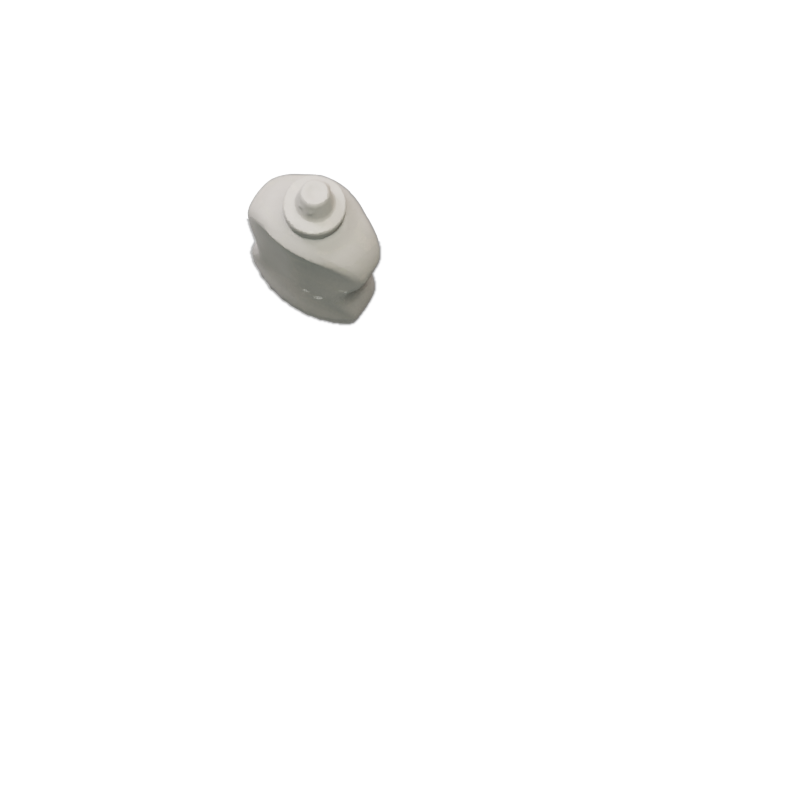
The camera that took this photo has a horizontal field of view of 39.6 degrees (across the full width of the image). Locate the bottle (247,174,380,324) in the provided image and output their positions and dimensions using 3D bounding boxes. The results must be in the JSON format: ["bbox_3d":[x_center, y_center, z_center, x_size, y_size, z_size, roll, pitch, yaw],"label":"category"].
[{"bbox_3d":[-0.060,-0.111,0.774,0.098,0.059,0.185,35,-11,4],"label":"bottle"}]
